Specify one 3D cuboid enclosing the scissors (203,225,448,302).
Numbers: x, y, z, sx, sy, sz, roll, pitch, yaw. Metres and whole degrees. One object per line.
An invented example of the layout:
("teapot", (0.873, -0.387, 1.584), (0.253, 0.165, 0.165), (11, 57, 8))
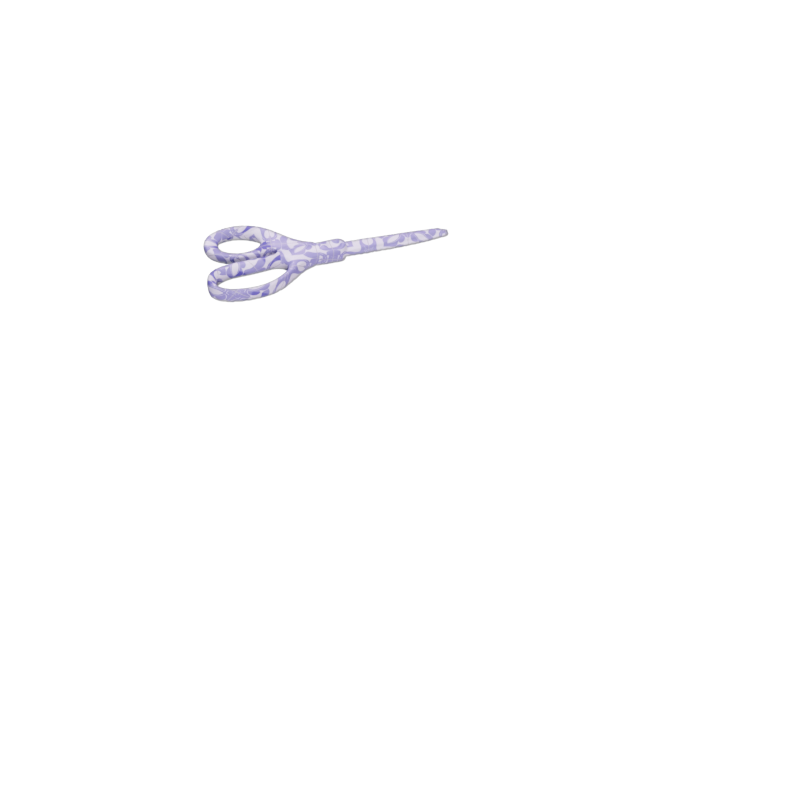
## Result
("scissors", (-0.070, -0.128, 0.895), (0.200, 0.015, 0.104), (-23, 45, -25))
